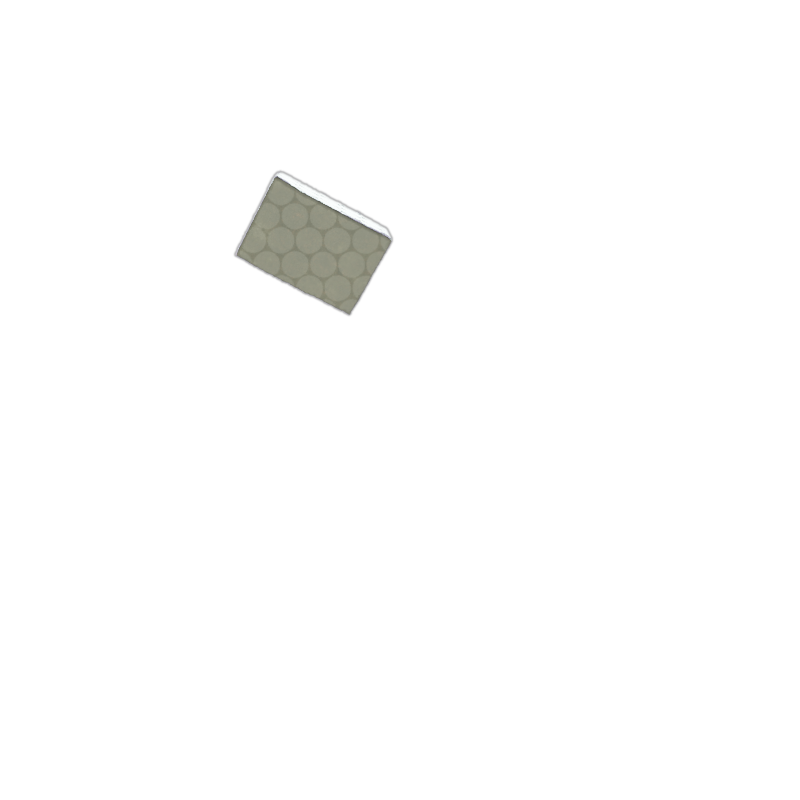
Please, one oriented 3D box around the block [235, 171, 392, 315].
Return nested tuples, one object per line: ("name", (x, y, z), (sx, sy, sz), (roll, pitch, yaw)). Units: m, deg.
("block", (-0.051, -0.093, 0.654), (0.077, 0.052, 0.053), (28, 10, -7))
